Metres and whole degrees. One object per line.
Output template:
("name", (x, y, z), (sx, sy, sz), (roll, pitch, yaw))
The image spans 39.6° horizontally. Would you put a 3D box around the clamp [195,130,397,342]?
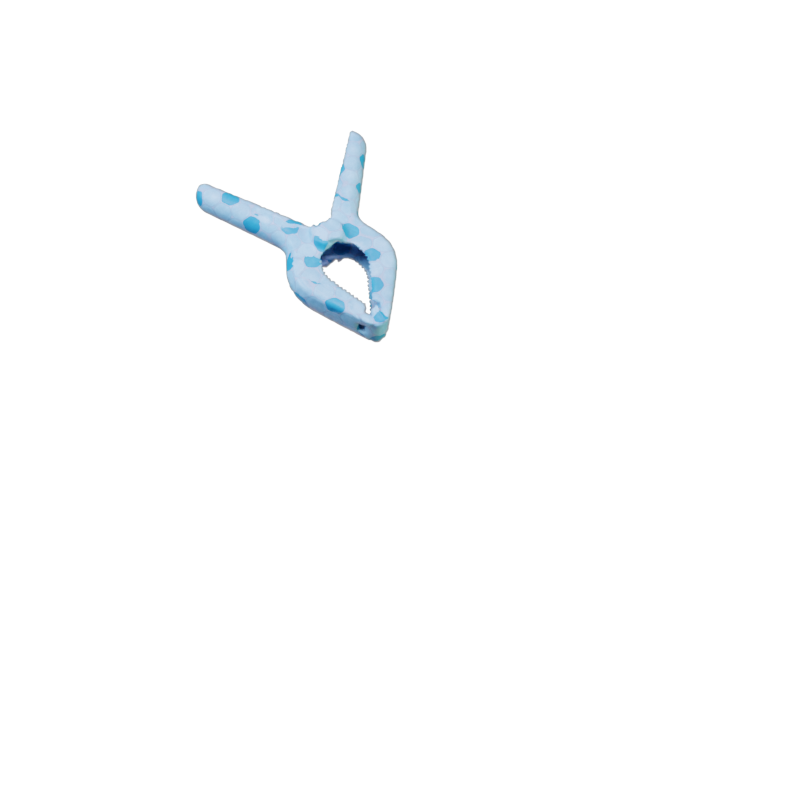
("clamp", (-0.074, -0.136, 0.951), (0.163, 0.226, 0.034), (-17, -32, -11))
